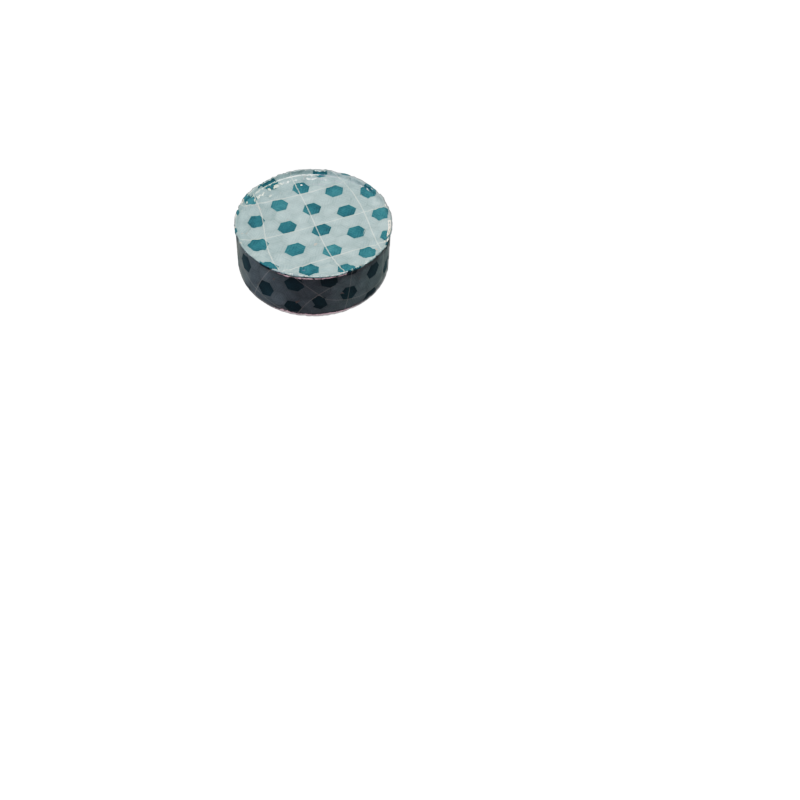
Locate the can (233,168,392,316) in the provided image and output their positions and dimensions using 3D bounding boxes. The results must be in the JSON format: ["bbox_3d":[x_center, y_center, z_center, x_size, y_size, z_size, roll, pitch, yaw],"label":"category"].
[{"bbox_3d":[-0.048,-0.087,0.610,0.086,0.092,0.031,-1,-42,-1],"label":"can"}]
